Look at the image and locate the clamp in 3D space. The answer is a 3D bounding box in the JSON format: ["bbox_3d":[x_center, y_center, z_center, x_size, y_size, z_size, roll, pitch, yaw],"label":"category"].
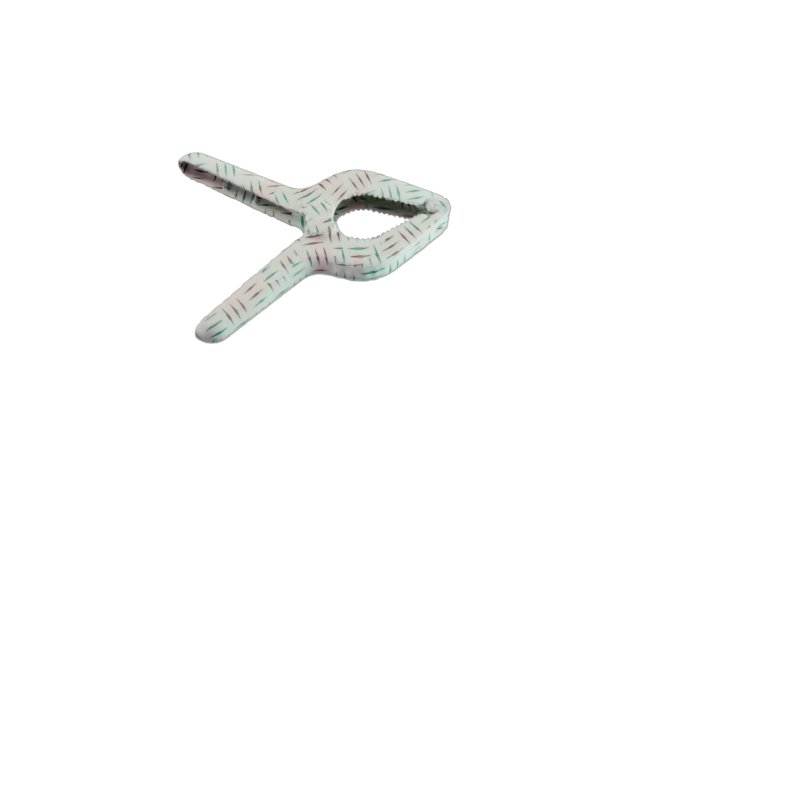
[{"bbox_3d":[-0.066,-0.120,0.838,0.210,0.175,0.034,-2,-29,-1],"label":"clamp"}]
